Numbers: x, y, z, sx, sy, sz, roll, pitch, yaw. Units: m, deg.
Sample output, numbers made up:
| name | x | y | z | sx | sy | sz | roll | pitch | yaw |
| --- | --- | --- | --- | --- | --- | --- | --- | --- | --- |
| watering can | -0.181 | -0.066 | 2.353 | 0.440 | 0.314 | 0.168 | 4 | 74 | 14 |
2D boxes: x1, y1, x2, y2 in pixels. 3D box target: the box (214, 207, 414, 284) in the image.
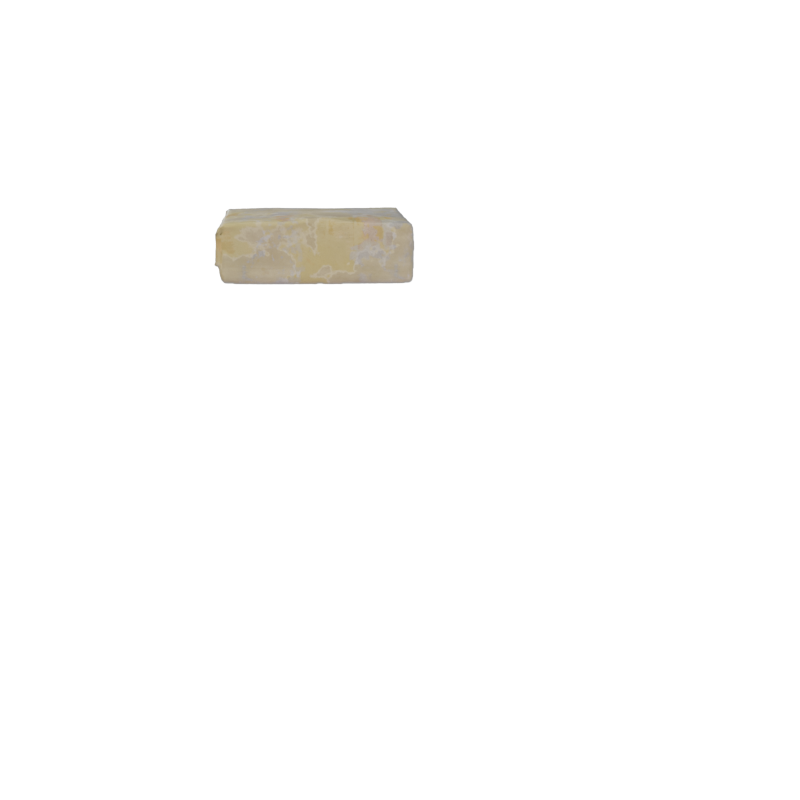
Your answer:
| name | x | y | z | sx | sy | sz | roll | pitch | yaw |
| --- | --- | --- | --- | --- | --- | --- | --- | --- | --- |
| box | -0.041 | -0.075 | 0.528 | 0.089 | 0.029 | 0.075 | -1 | 14 | -3 |
